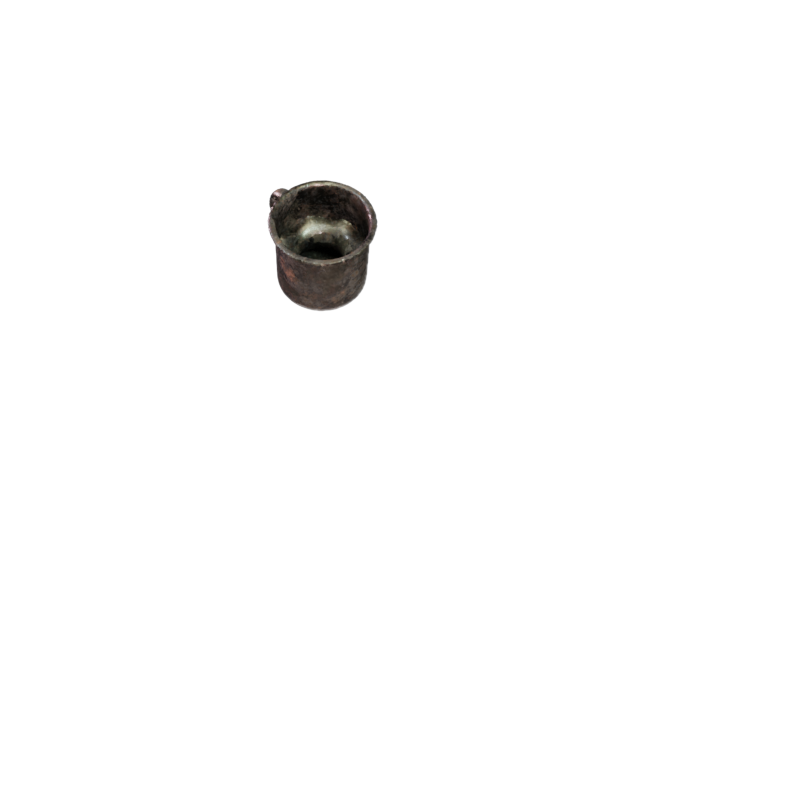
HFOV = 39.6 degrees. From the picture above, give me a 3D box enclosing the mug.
[{"bbox_3d":[-0.077,-0.140,0.979,0.094,0.124,0.076,-36,-27,-23],"label":"mug"}]
